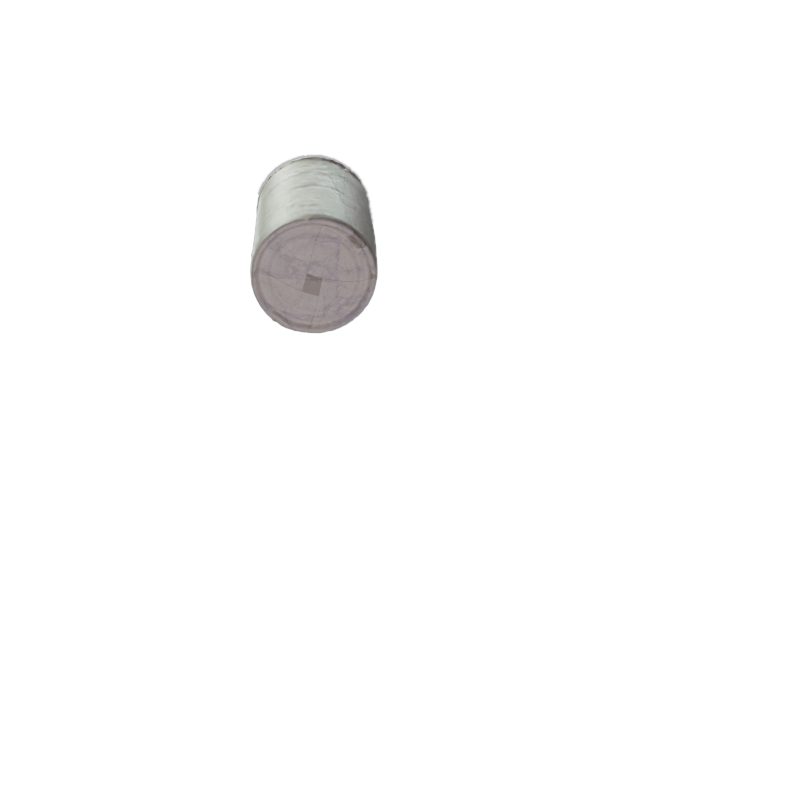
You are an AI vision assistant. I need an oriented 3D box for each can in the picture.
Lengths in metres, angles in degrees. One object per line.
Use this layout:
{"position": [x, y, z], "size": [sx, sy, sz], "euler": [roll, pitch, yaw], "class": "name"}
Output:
{"position": [-0.048, -0.088, 0.618], "size": [0.068, 0.065, 0.108], "euler": [0, 27, -3], "class": "can"}
